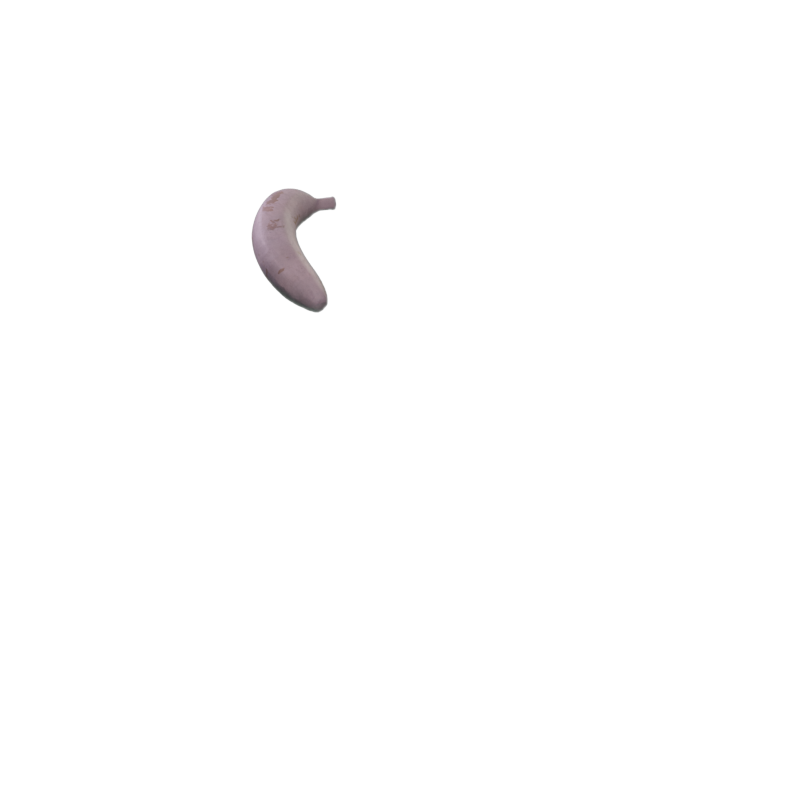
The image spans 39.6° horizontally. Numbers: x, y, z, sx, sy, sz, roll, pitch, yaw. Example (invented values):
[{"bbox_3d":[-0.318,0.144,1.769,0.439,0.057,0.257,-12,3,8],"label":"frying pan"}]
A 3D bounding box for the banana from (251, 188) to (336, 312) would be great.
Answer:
[{"bbox_3d":[-0.091,-0.136,0.933,0.070,0.034,0.210,0,34,0],"label":"banana"}]
